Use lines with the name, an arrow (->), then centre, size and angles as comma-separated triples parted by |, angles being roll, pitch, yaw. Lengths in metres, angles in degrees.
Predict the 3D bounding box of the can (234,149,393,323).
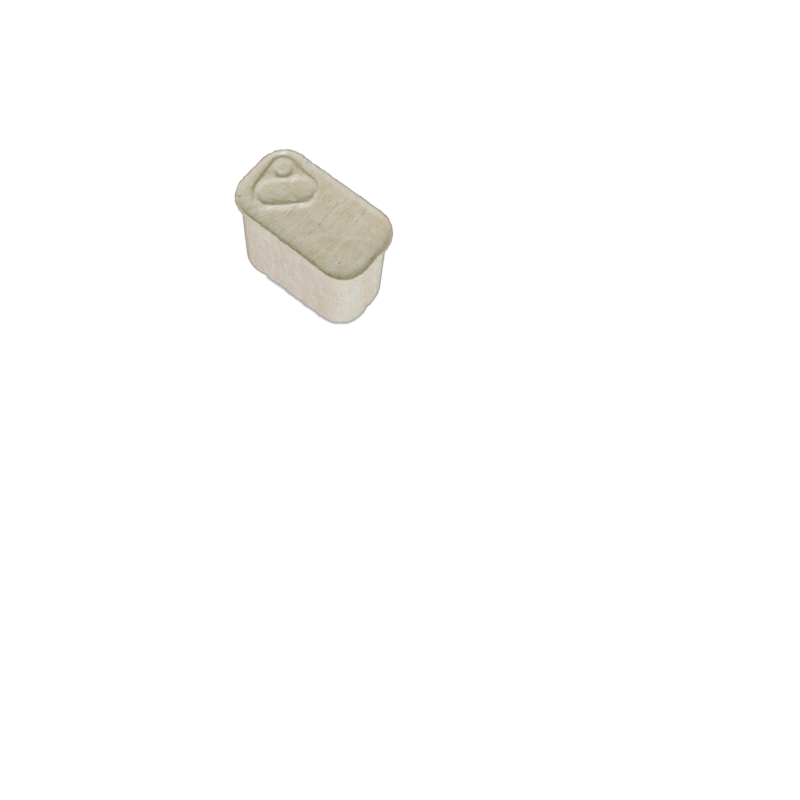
can -> -0.057, -0.104, 0.731 | 0.106, 0.058, 0.080 | 37, -18, 13
